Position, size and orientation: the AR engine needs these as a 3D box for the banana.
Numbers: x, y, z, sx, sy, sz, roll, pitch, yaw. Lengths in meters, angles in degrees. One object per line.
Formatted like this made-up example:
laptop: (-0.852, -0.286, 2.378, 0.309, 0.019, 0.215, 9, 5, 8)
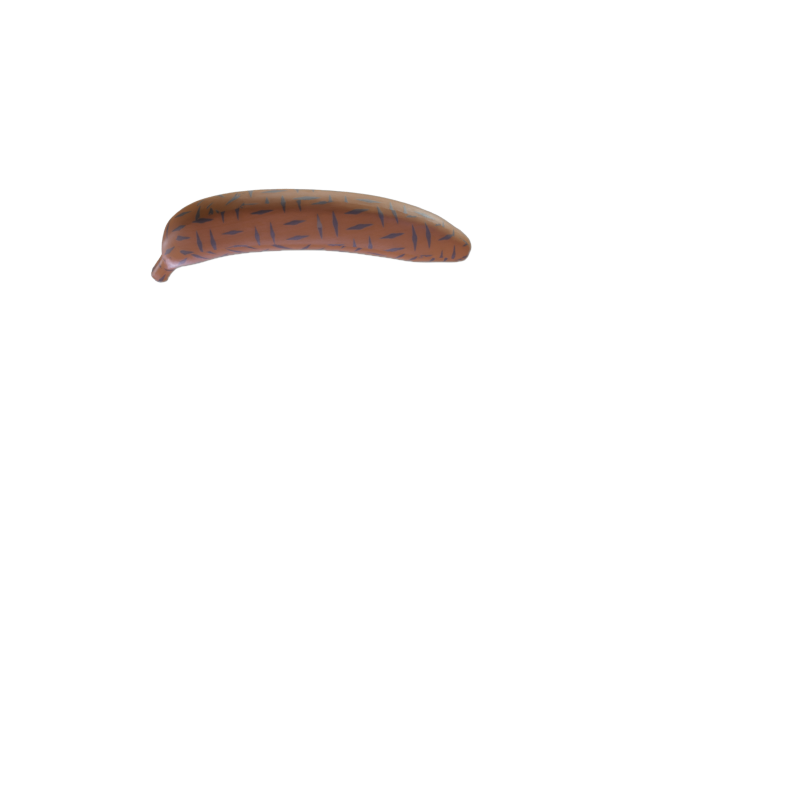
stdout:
banana: (-0.057, -0.100, 0.657, 0.199, 0.038, 0.066, -2, -16, 6)
